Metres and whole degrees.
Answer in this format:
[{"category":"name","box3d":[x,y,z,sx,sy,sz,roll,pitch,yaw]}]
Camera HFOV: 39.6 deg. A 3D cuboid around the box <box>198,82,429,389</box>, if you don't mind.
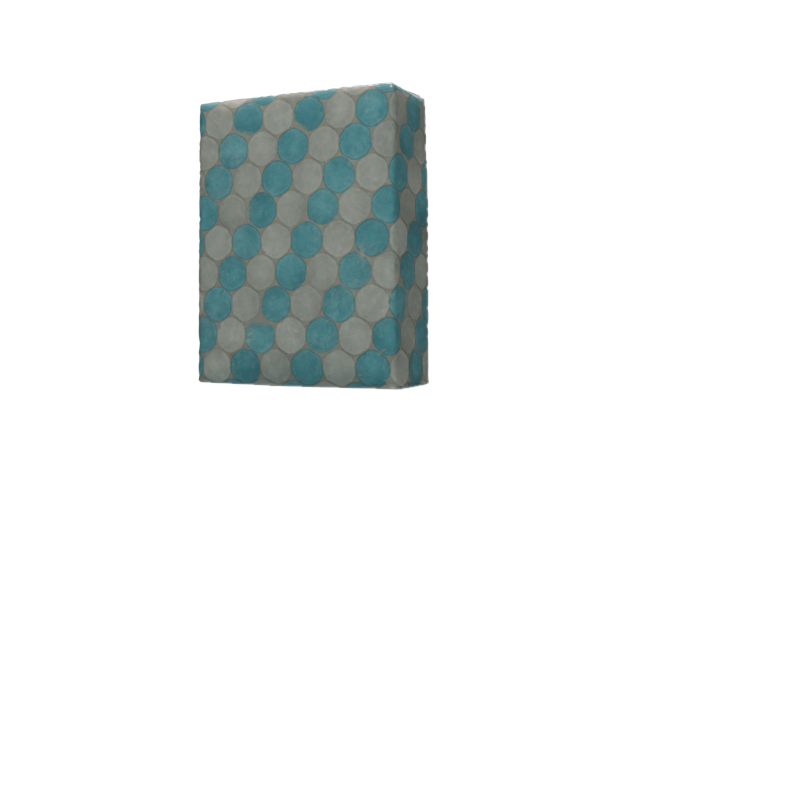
[{"category":"box","box3d":[-0.065,-0.118,0.826,0.169,0.216,0.069,-1,-3,26]}]
